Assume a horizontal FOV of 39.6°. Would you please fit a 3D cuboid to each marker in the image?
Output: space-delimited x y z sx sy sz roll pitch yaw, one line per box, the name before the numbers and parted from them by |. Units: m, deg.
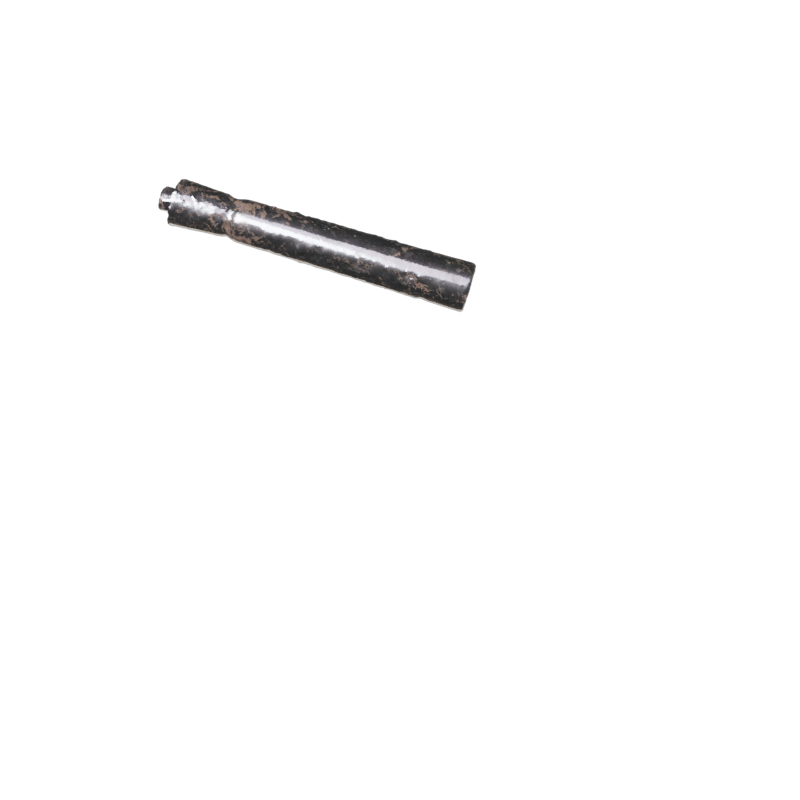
marker | -0.033 -0.059 0.415 0.122 0.020 0.020 17 5 6
